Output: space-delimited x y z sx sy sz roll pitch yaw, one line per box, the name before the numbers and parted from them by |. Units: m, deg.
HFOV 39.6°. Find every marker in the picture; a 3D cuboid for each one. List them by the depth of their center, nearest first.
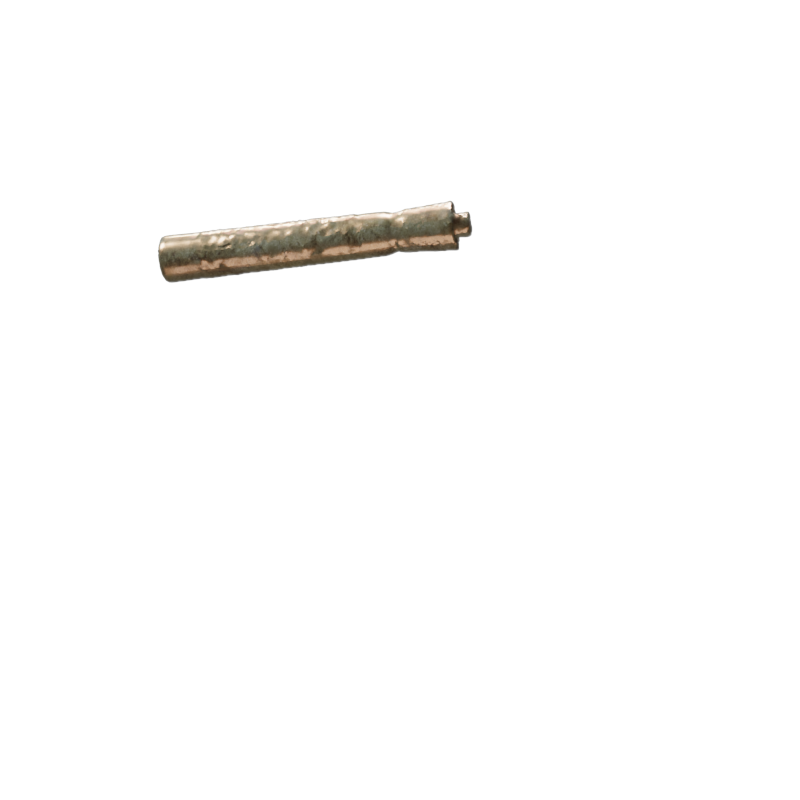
marker | -0.033 -0.061 0.427 0.122 0.020 0.020 -5 3 13
